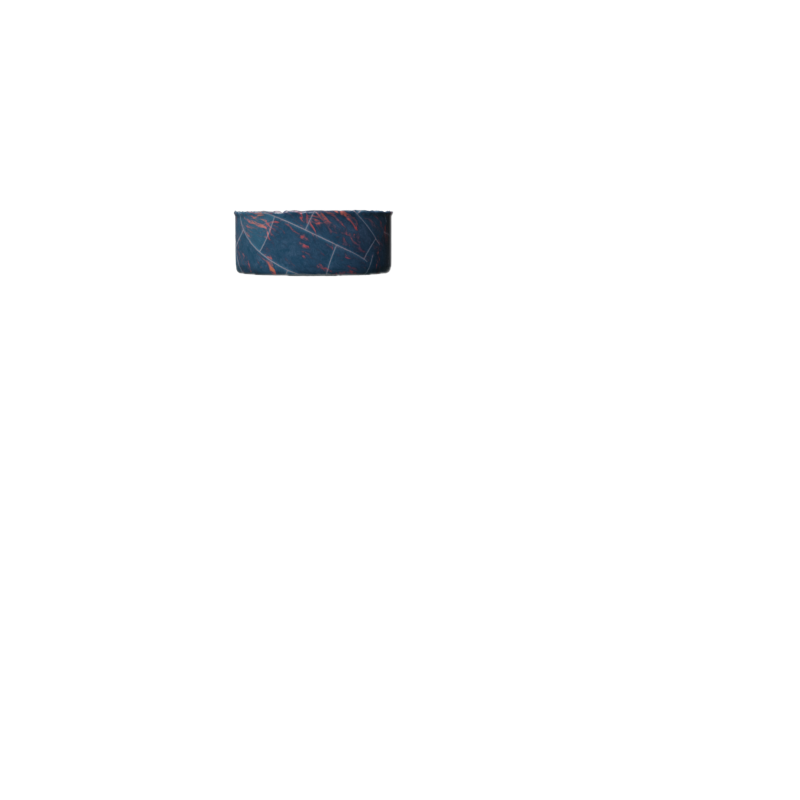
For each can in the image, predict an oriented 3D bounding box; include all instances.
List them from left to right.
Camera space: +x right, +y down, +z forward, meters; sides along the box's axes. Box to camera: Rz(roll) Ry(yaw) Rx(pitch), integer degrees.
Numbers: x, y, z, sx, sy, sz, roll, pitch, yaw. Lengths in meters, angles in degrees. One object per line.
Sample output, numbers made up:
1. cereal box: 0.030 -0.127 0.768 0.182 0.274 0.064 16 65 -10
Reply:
1. can: -0.047 -0.085 0.598 0.086 0.033 0.087 0 8 -2
